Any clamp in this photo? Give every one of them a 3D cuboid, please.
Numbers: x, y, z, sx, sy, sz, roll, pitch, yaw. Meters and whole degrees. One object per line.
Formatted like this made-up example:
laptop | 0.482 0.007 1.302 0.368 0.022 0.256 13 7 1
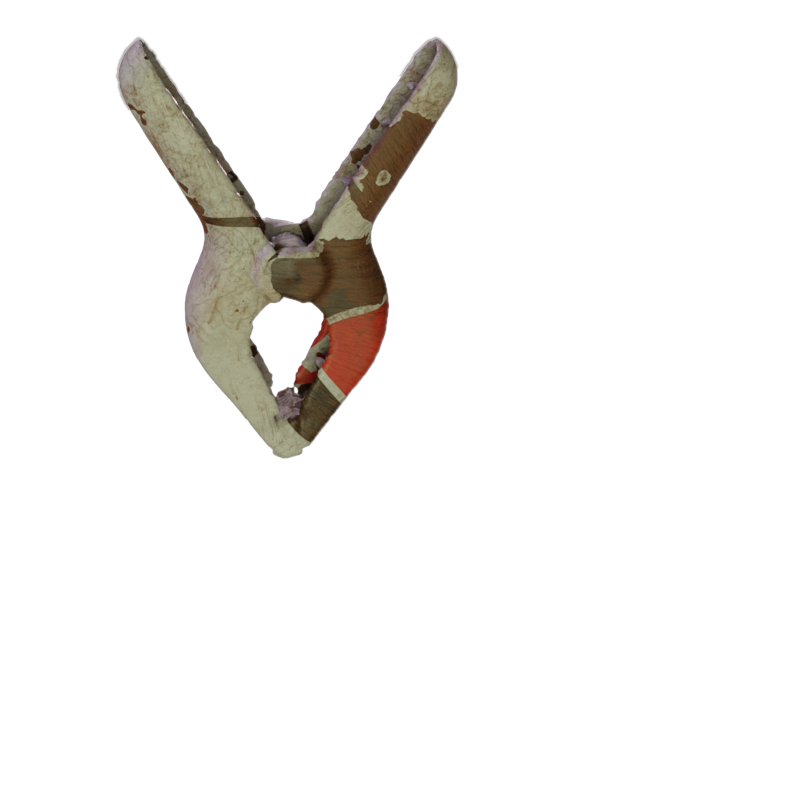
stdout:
clamp | -0.033 -0.060 0.422 0.120 0.161 0.041 -6 27 2
